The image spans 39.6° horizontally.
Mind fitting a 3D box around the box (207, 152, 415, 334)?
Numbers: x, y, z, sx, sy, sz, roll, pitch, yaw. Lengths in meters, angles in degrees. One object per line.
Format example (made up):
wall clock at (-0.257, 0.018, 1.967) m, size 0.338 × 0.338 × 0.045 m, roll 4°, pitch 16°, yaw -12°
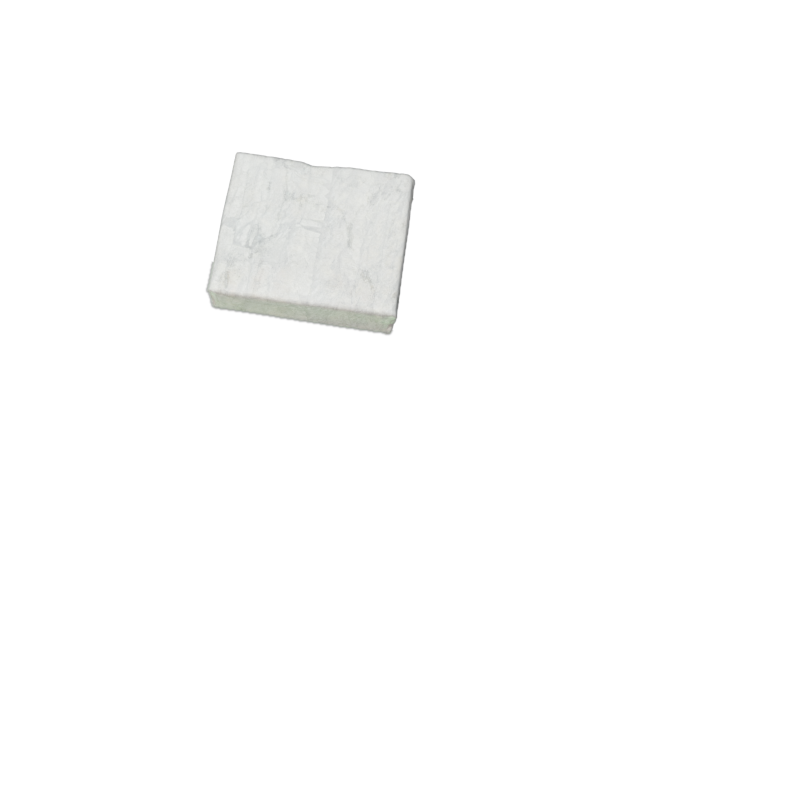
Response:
box at (-0.041, -0.076, 0.530) m, size 0.090 × 0.076 × 0.029 m, roll 8°, pitch -21°, yaw 3°
